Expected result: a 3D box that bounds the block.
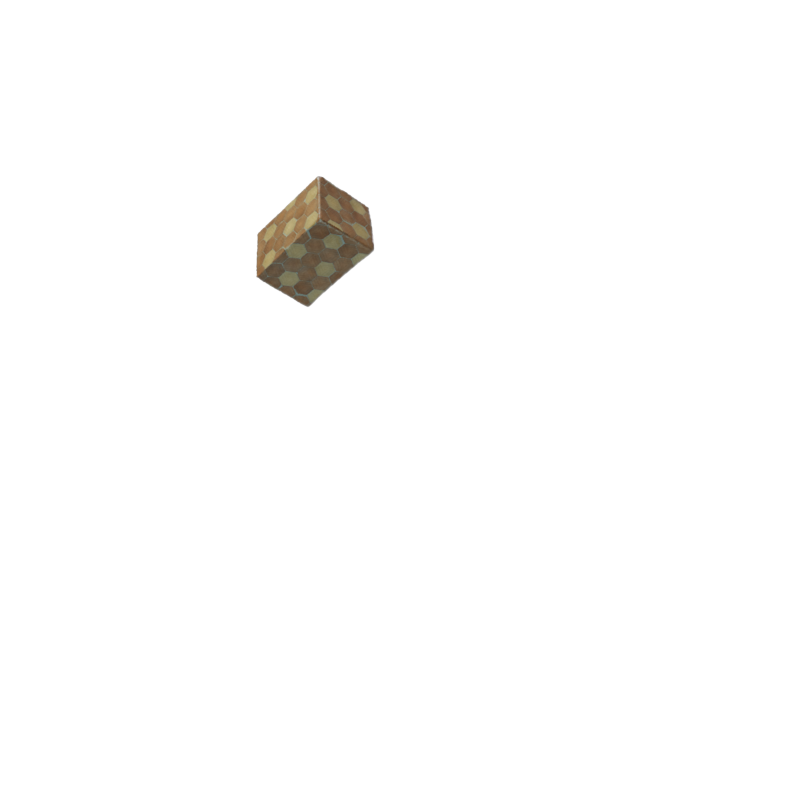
[{"bbox_3d":[-0.065,-0.119,0.831,0.050,0.055,0.077,32,-53,-30],"label":"block"}]
